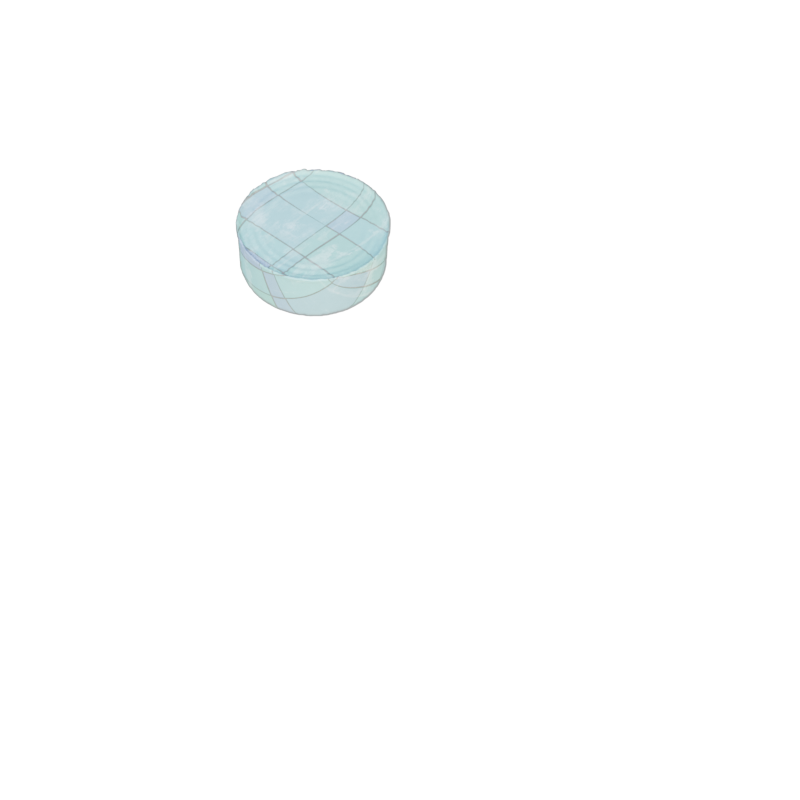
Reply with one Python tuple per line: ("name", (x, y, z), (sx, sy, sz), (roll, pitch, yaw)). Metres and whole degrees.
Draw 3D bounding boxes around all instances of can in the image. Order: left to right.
("can", (-0.049, -0.089, 0.625), (0.086, 0.092, 0.031), (-1, -39, -1))
